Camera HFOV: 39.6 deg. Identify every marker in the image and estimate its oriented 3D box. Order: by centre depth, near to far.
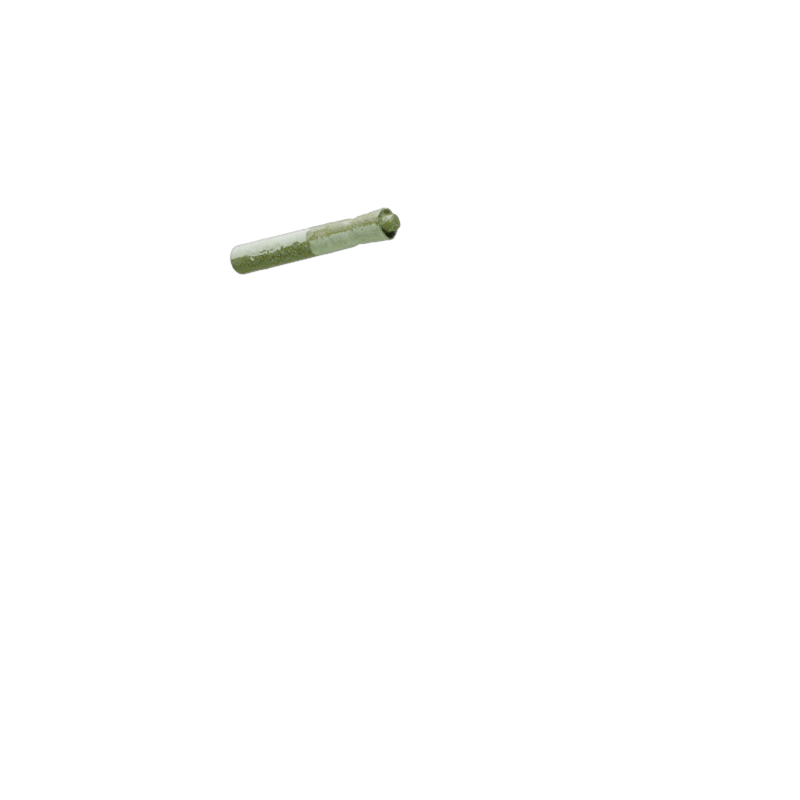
[{"bbox_3d":[-0.051,-0.094,0.656,0.124,0.020,0.019,-7,-1,37],"label":"marker"}]
